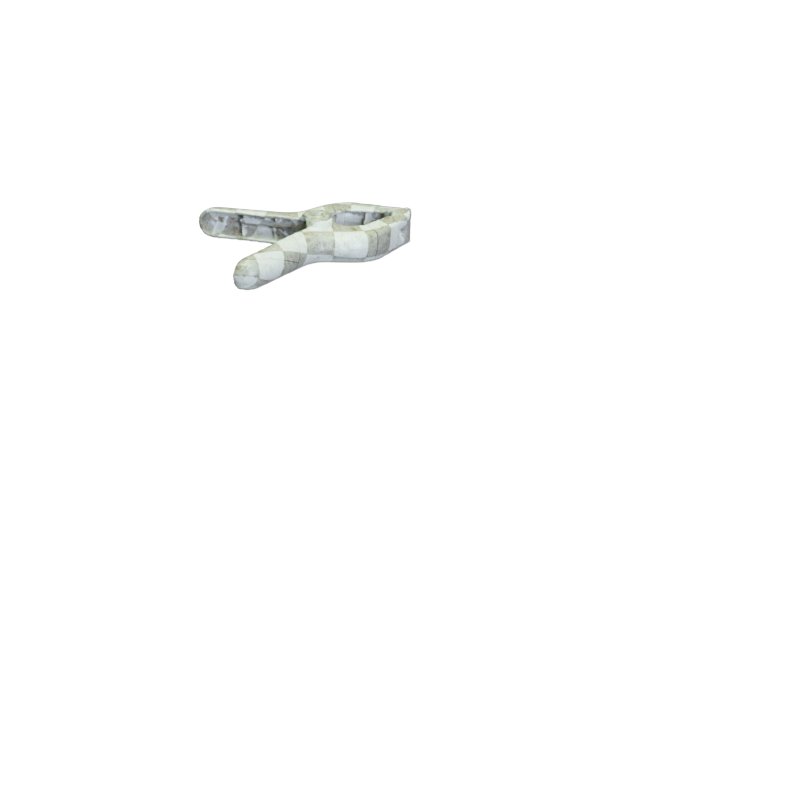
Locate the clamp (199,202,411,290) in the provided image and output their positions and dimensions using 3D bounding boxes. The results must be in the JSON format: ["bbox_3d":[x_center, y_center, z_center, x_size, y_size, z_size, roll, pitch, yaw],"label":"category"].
[{"bbox_3d":[-0.068,-0.125,0.875,0.170,0.037,0.129,-7,37,-10],"label":"clamp"}]
